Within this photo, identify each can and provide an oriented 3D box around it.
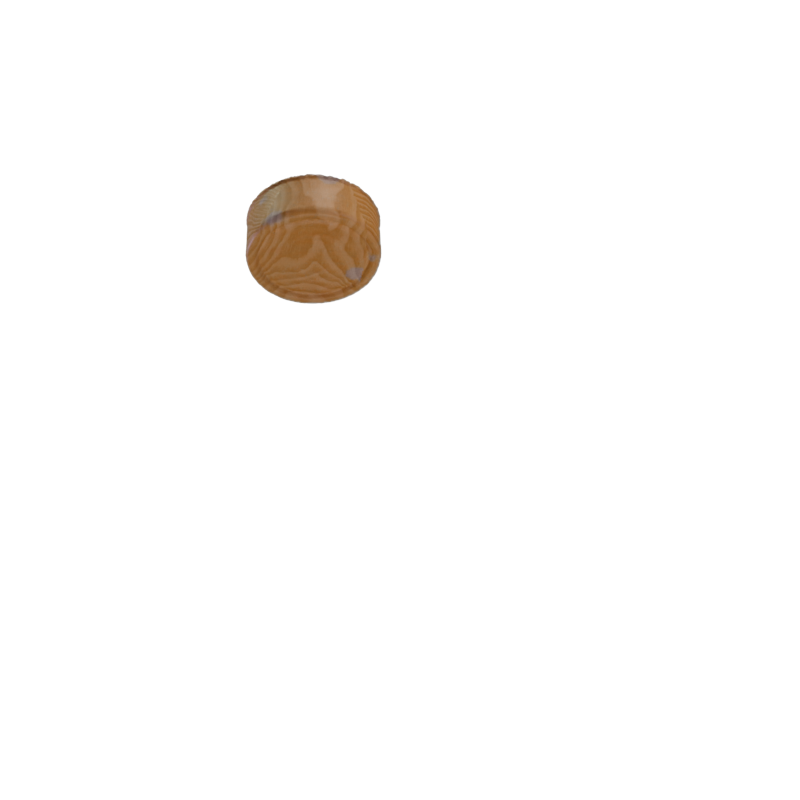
[{"bbox_3d":[-0.055,-0.100,0.698,0.086,0.036,0.080,1,-40,-2],"label":"can"}]
